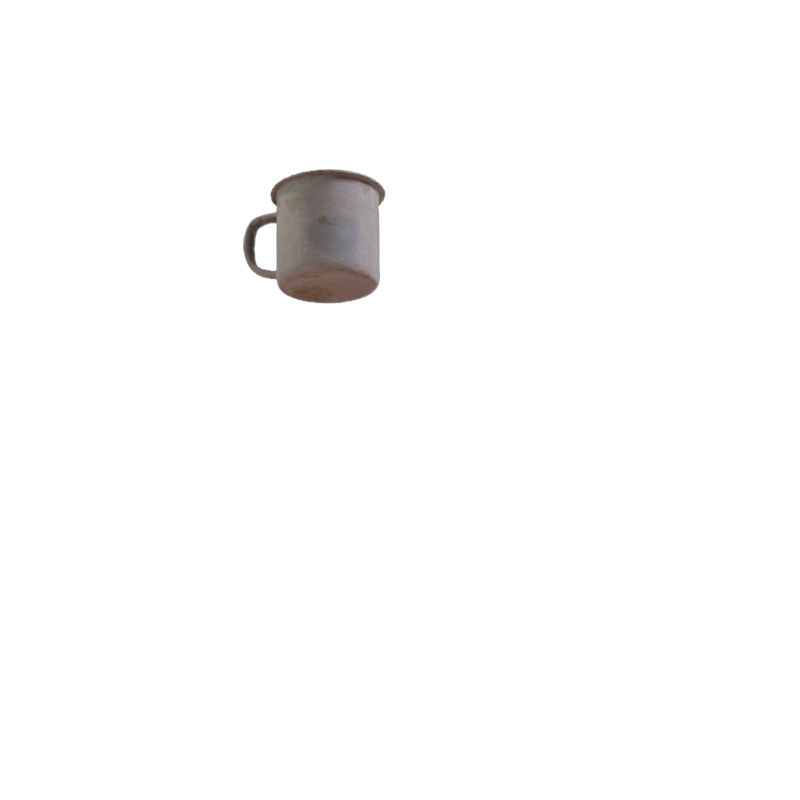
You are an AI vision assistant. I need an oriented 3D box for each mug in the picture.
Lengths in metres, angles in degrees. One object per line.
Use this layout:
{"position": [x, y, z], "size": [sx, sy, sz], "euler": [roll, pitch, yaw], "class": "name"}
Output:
{"position": [-0.069, -0.126, 0.883], "size": [0.119, 0.085, 0.088], "euler": [-4, -18, 11], "class": "mug"}
